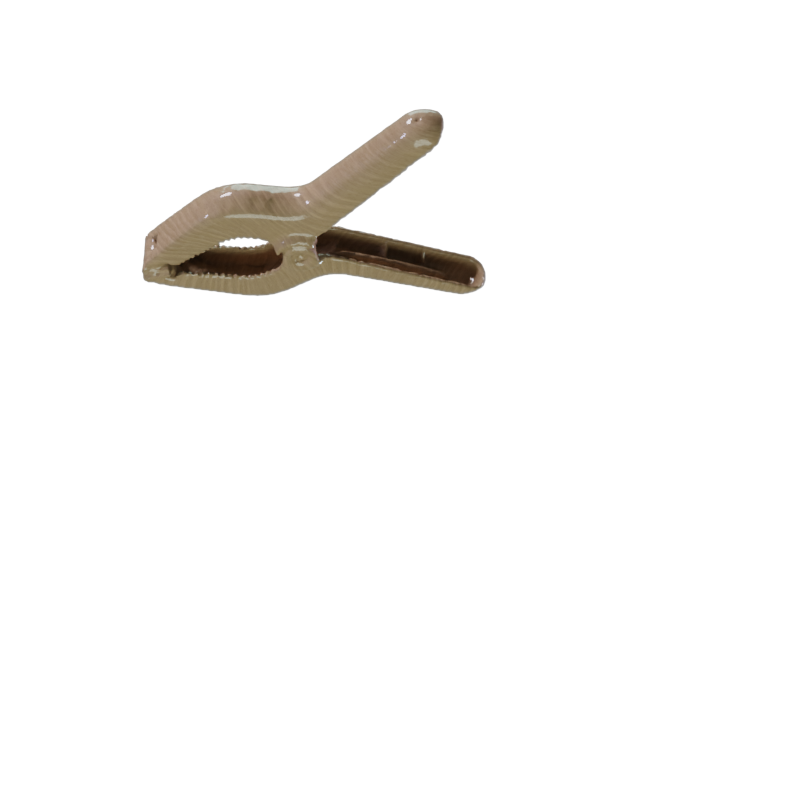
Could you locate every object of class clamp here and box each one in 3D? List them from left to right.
[{"bbox_3d":[-0.053,-0.096,0.675,0.213,0.039,0.152,-11,-32,18],"label":"clamp"}]
